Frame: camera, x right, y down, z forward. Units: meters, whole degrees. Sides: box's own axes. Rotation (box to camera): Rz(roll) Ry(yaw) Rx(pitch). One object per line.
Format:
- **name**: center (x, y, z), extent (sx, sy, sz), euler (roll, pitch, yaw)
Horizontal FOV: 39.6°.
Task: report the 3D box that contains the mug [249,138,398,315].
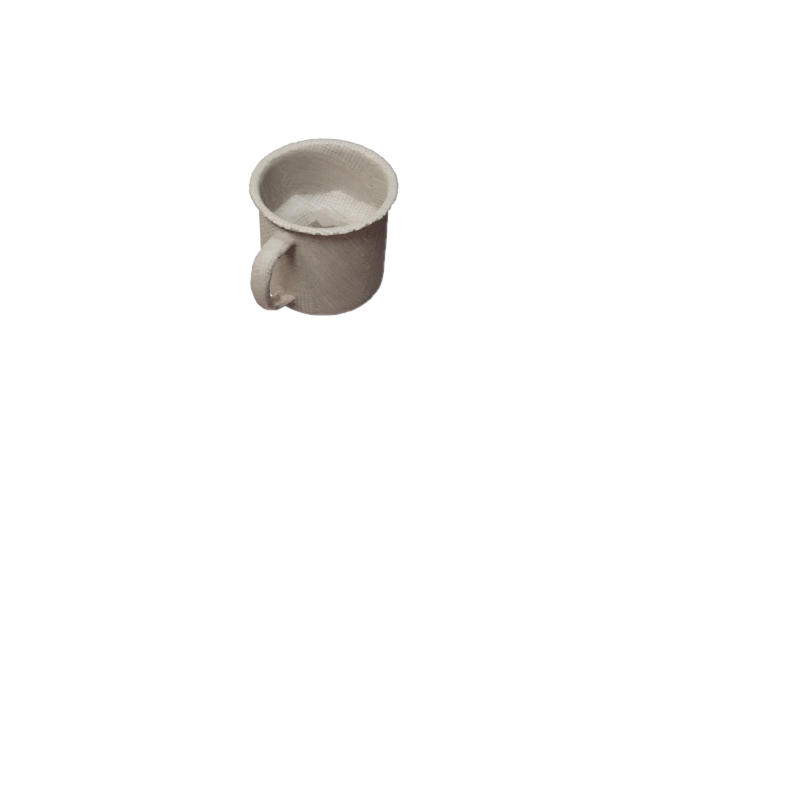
- **mug**: center (-0.055, -0.101, 0.708), extent (0.097, 0.076, 0.120), euler (24, 50, 19)
